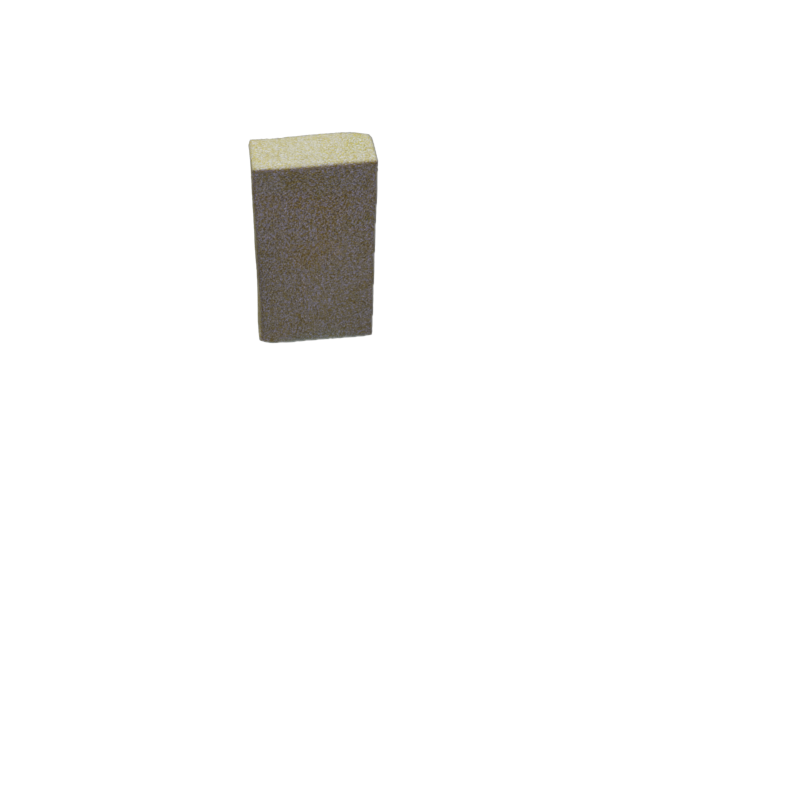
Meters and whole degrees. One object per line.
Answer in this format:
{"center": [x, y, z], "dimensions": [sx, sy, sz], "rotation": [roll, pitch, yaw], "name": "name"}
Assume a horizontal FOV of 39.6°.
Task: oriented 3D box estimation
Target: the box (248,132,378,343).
{"center": [-0.067, -0.122, 0.854], "dimensions": [0.093, 0.164, 0.052], "rotation": [-4, 41, -7], "name": "box"}
